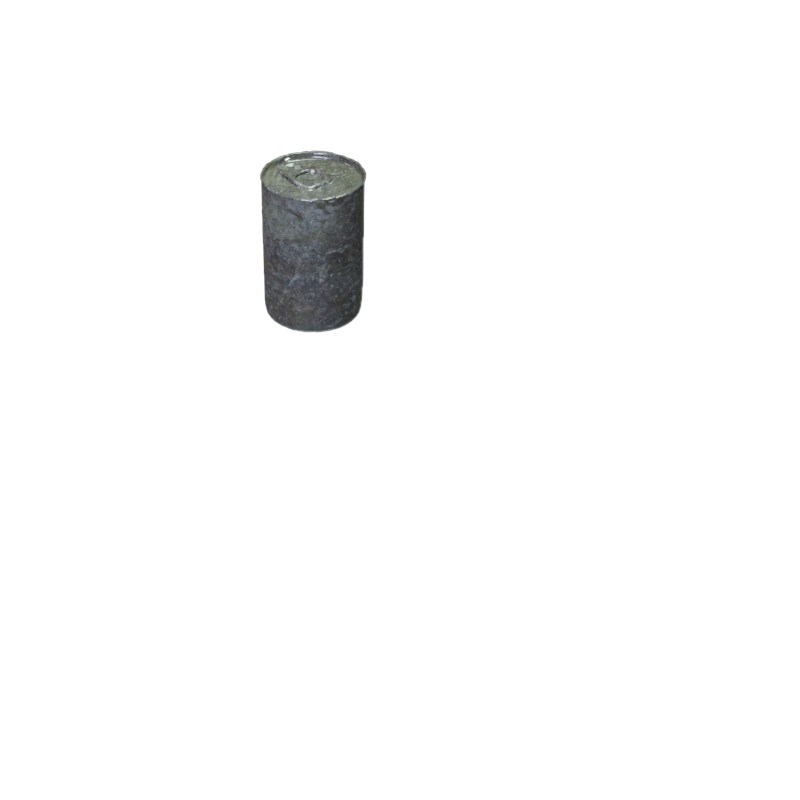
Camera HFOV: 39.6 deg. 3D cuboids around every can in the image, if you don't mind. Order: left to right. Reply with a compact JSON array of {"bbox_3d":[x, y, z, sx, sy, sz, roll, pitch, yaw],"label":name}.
[{"bbox_3d":[-0.057,-0.105,0.733,0.068,0.096,0.073,0,35,-3],"label":"can"}]
